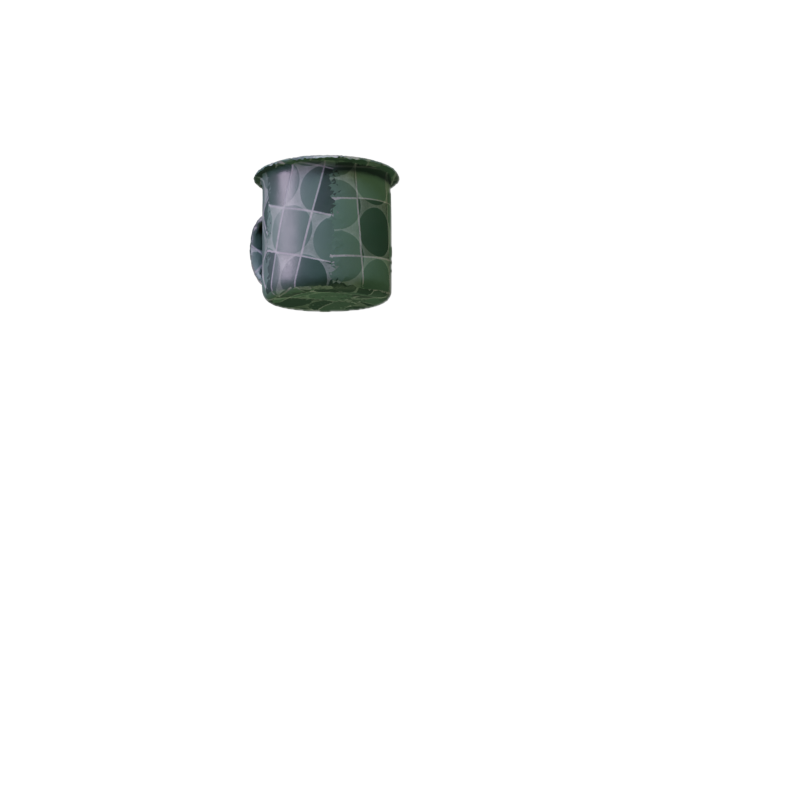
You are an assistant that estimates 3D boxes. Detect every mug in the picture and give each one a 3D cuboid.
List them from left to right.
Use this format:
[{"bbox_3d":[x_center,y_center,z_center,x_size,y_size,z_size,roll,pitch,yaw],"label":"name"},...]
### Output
[{"bbox_3d":[-0.056,-0.101,0.709,0.120,0.084,0.088,-8,-12,41],"label":"mug"}]
